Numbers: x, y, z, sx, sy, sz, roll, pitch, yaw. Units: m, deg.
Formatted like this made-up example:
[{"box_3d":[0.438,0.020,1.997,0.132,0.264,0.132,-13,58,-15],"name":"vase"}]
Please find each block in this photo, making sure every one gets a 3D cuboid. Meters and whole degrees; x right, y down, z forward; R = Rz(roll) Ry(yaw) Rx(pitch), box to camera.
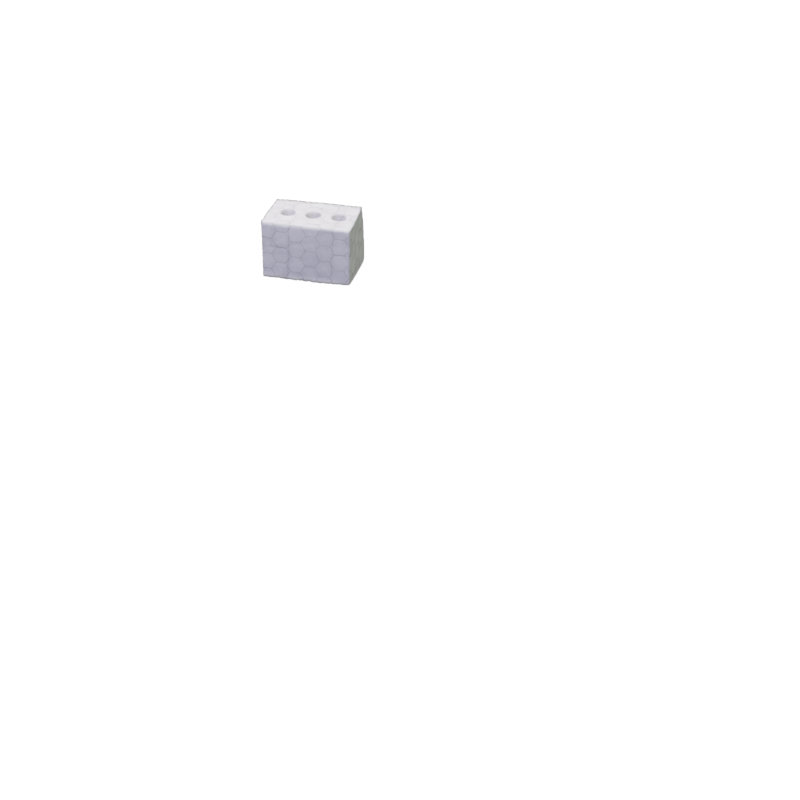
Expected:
[{"box_3d":[-0.073,-0.133,0.934,0.079,0.048,0.055,7,29,11],"name":"block"}]
